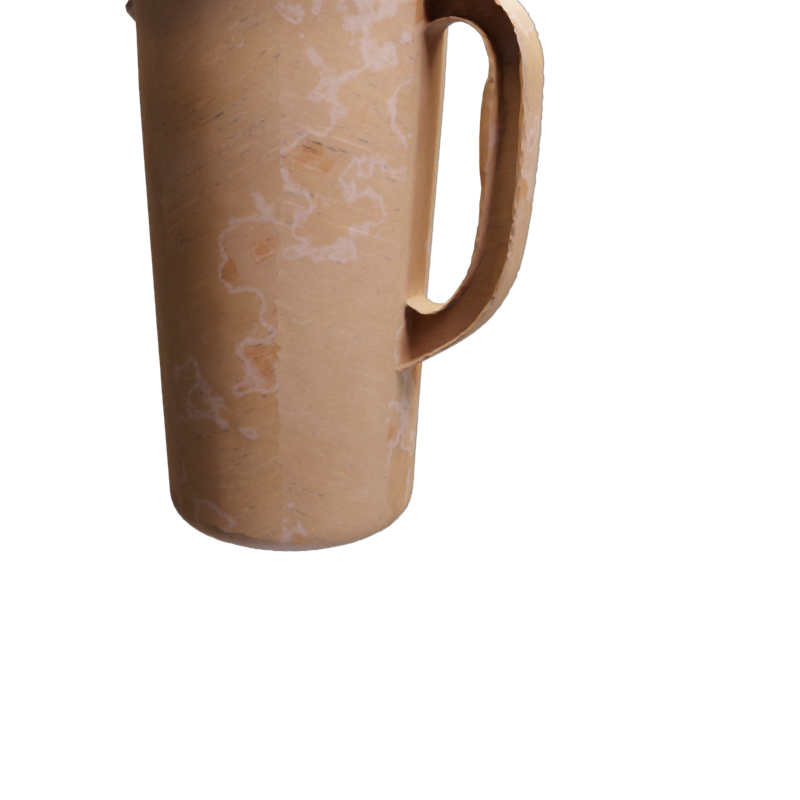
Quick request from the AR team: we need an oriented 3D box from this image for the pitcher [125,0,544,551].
[{"bbox_3d":[-0.036,-0.066,0.464,0.142,0.236,0.157,-3,14,-17],"label":"pitcher"}]
